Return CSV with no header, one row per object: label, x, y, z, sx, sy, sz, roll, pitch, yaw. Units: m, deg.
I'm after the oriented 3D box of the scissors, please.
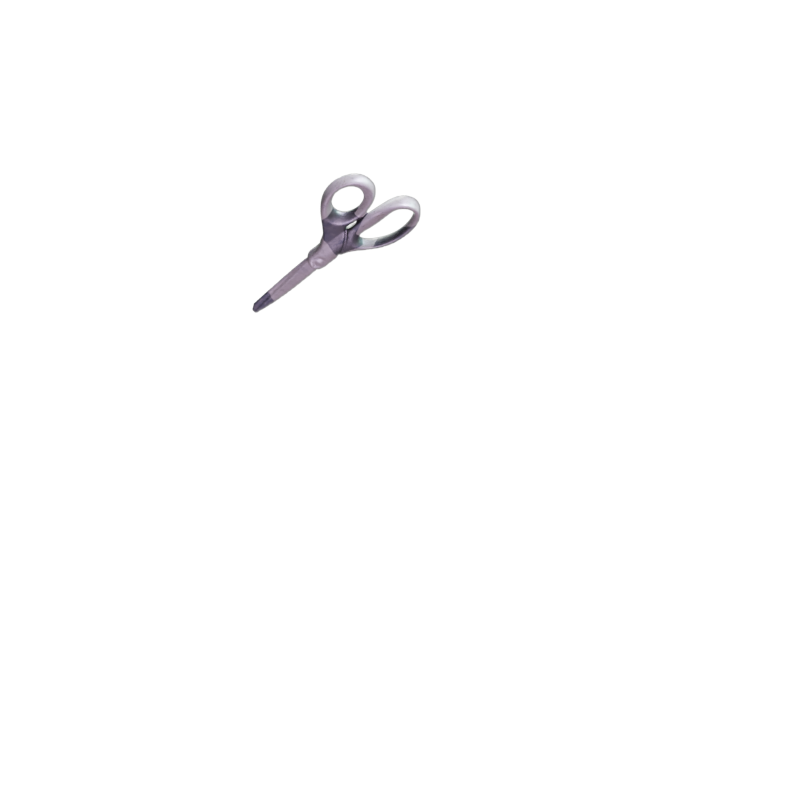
scissors,-0.078,-0.142,0.997,0.203,0.017,0.089,-22,-45,24
